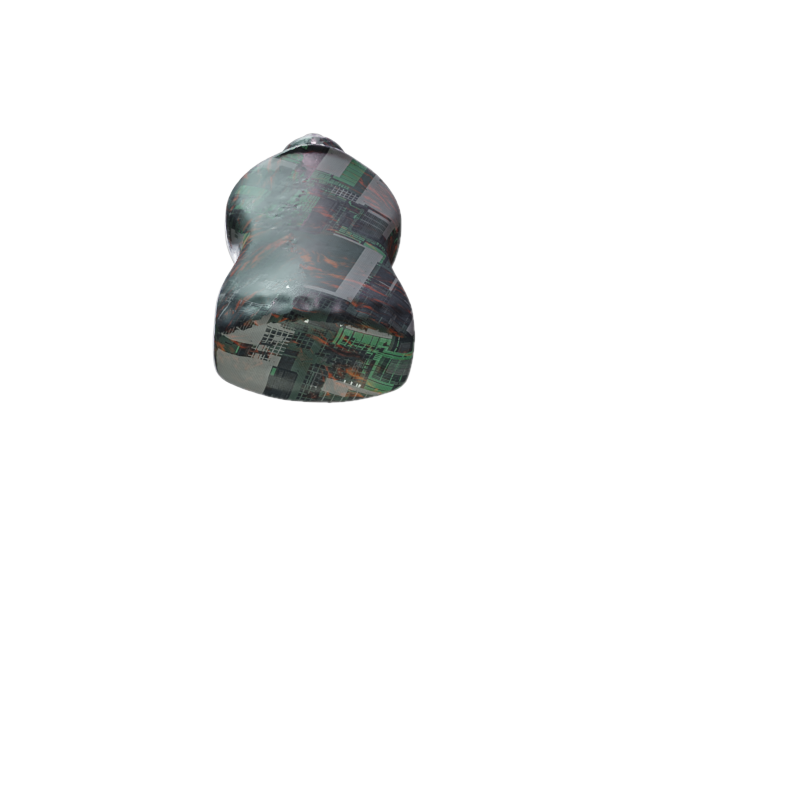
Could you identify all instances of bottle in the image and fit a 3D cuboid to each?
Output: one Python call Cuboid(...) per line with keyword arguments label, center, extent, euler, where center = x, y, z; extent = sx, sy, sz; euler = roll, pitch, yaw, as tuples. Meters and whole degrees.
Cuboid(label="bottle", center=(-0.046, -0.085, 0.594), extent=(0.096, 0.055, 0.206), euler=(1, 42, -4))
